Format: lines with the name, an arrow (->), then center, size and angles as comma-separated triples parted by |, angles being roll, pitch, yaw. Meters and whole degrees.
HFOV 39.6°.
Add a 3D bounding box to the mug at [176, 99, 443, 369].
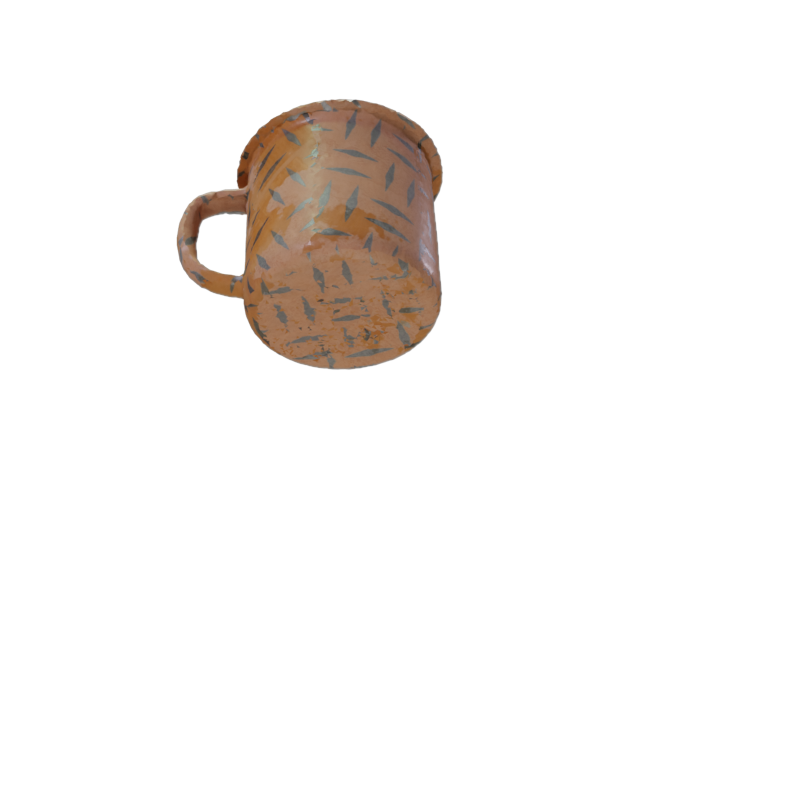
mug -> -0.037, -0.068, 0.475 | 0.117, 0.087, 0.087 | 2, -39, -4
